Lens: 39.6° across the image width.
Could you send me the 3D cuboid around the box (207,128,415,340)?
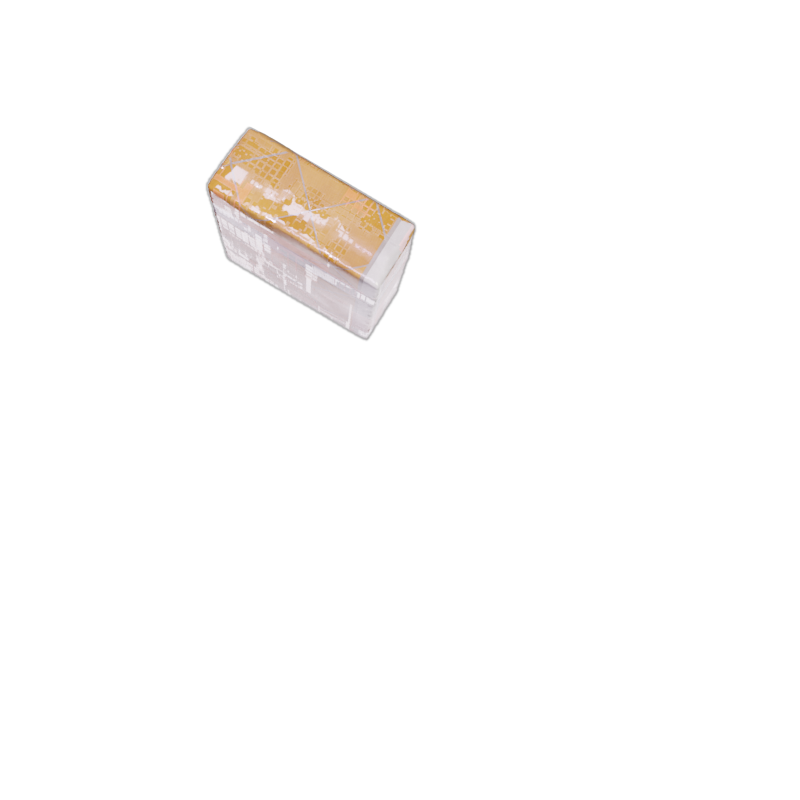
[{"bbox_3d":[-0.077,-0.141,0.986,0.167,0.073,0.207,32,-11,4],"label":"box"}]
